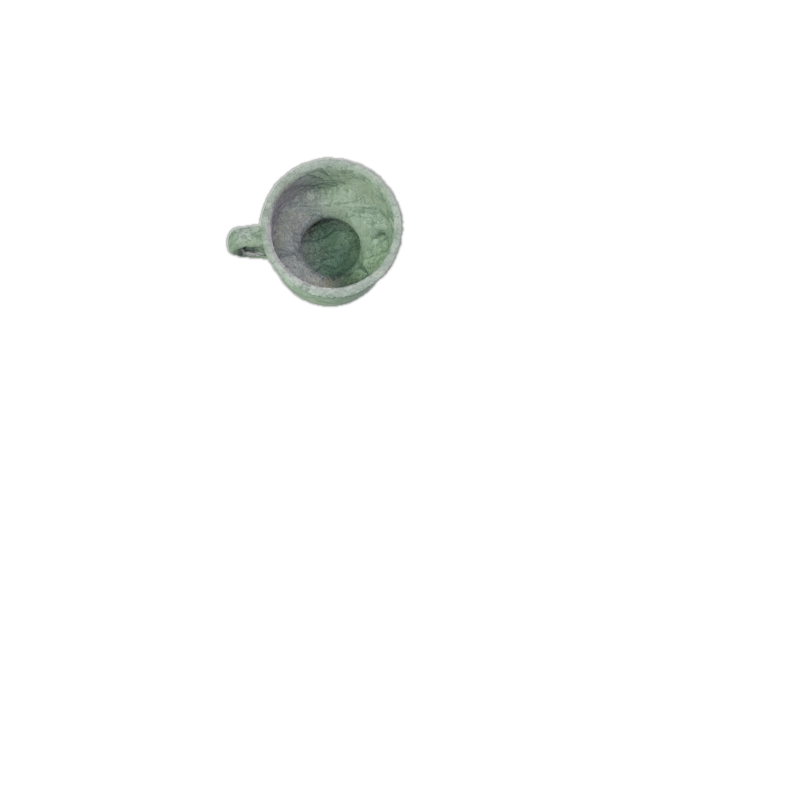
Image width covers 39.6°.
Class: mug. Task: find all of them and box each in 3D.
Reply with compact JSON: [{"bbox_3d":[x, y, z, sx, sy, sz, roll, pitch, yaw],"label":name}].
[{"bbox_3d":[-0.059,-0.108,0.760,0.117,0.096,0.080,-6,-9,-2],"label":"mug"}]
